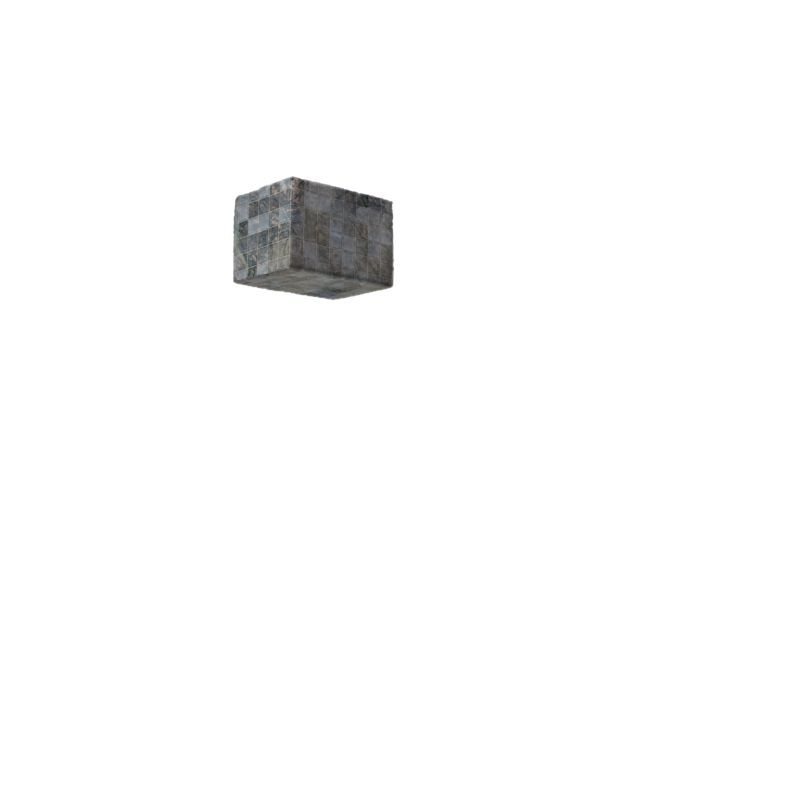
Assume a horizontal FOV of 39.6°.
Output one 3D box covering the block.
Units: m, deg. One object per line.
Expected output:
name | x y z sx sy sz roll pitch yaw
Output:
block | -0.049 -0.089 0.623 0.074 0.053 0.054 7 -12 -42
